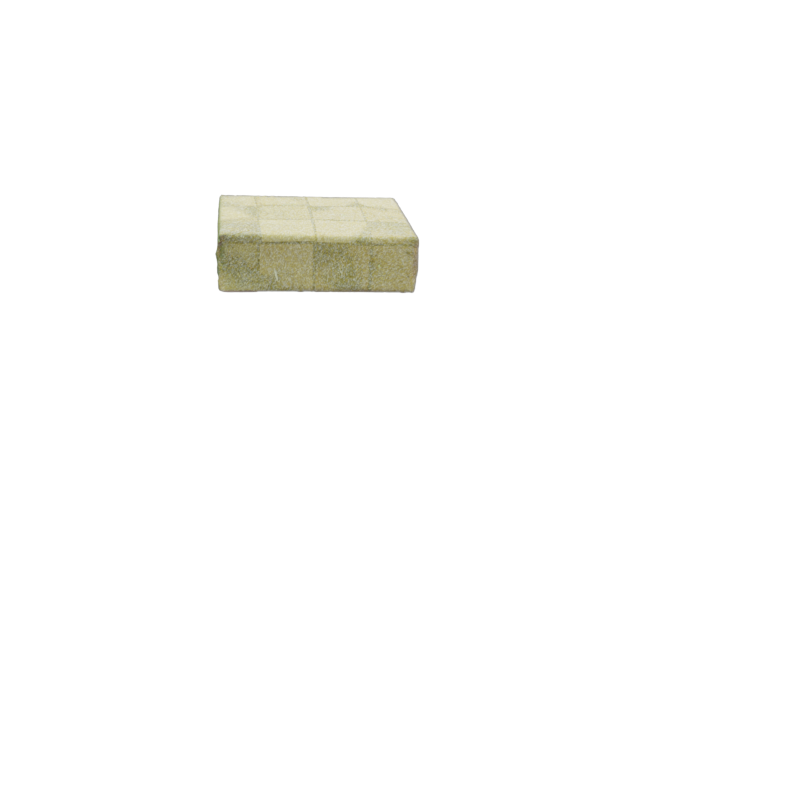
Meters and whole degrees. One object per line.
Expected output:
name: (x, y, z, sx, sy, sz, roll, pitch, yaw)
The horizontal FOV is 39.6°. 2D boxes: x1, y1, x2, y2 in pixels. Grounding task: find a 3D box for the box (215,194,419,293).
box: (-0.051, -0.093, 0.650, 0.113, 0.037, 0.094, -2, 22, -6)
